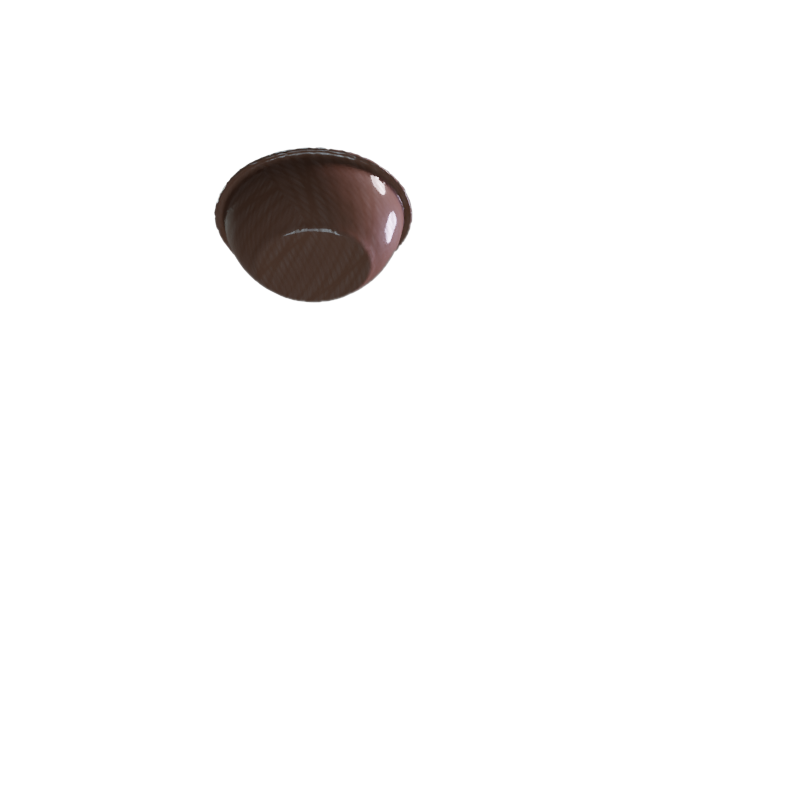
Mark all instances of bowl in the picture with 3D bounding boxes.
[{"bbox_3d":[-0.070,-0.127,0.893,0.162,0.059,0.151,1,-36,-2],"label":"bowl"}]
